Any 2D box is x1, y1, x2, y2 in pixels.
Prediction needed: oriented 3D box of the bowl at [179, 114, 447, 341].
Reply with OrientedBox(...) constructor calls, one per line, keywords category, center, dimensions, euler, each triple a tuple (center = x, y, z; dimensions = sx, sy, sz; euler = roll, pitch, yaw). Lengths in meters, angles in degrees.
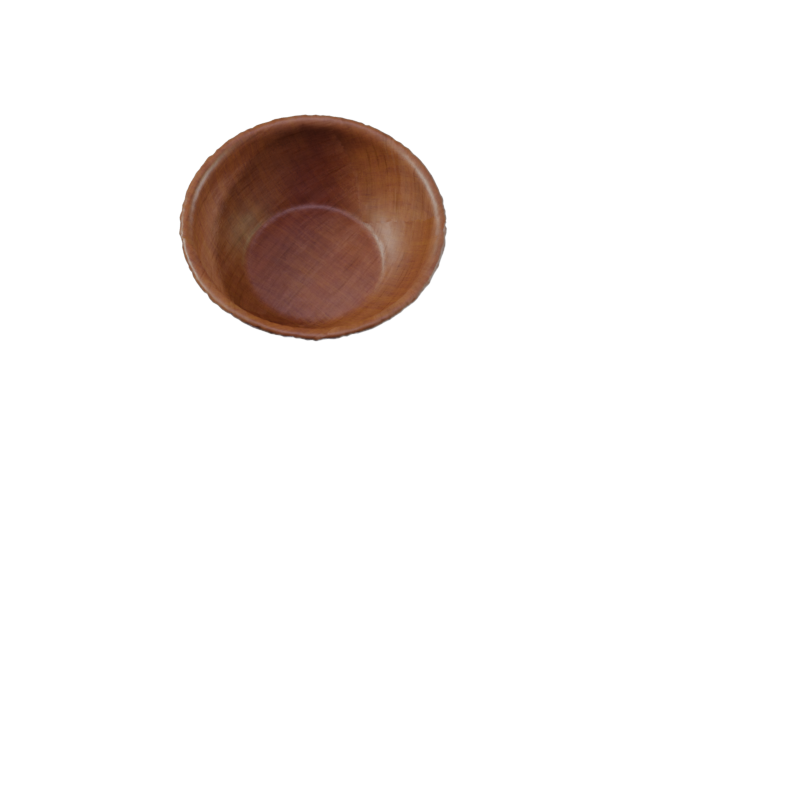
OrientedBox(category="bowl", center=(-0.054, -0.099, 0.692), dimensions=(0.162, 0.172, 0.052), euler=(-1, -29, -1))
